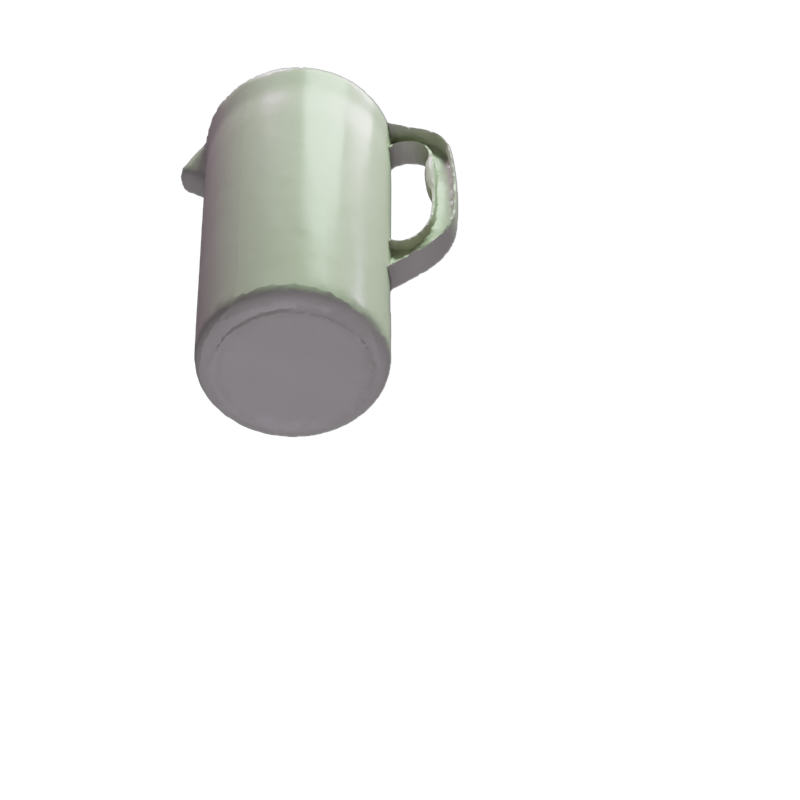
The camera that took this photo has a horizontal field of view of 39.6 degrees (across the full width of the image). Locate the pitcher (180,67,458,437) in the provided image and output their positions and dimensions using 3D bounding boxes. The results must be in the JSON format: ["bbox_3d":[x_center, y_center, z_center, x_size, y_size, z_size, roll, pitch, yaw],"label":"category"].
[{"bbox_3d":[-0.054,-0.099,0.693,0.138,0.260,0.146,30,-58,-25],"label":"pitcher"}]
